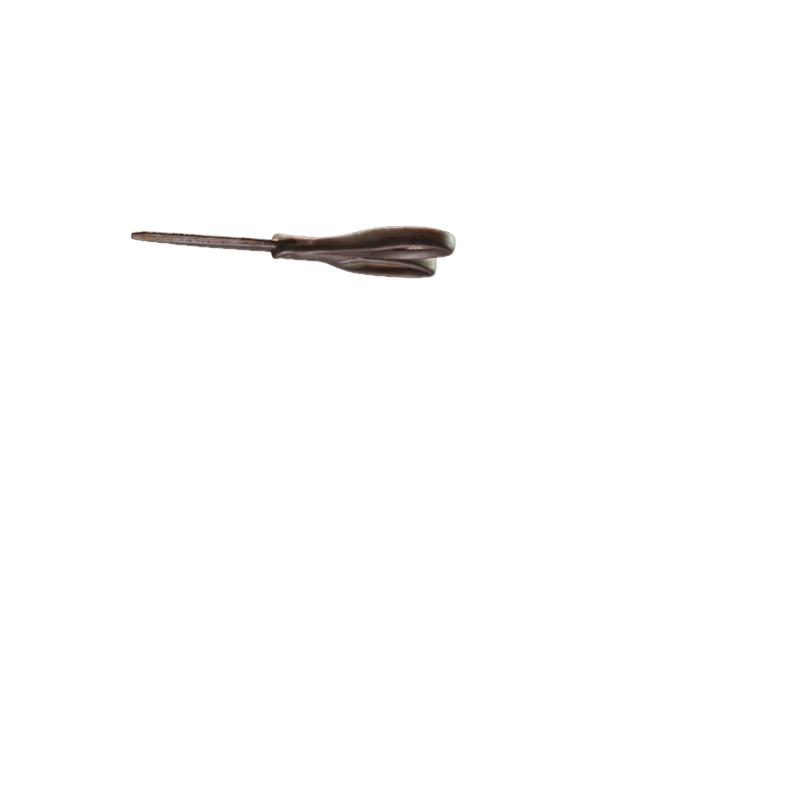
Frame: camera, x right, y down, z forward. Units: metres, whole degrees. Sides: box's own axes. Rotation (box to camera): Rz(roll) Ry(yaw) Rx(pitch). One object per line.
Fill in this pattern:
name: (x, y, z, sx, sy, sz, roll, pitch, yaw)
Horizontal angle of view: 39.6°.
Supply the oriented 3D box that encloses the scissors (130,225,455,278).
scissors: (-0.053, -0.097, 0.679, 0.193, 0.016, 0.097, 5, -9, -32)
